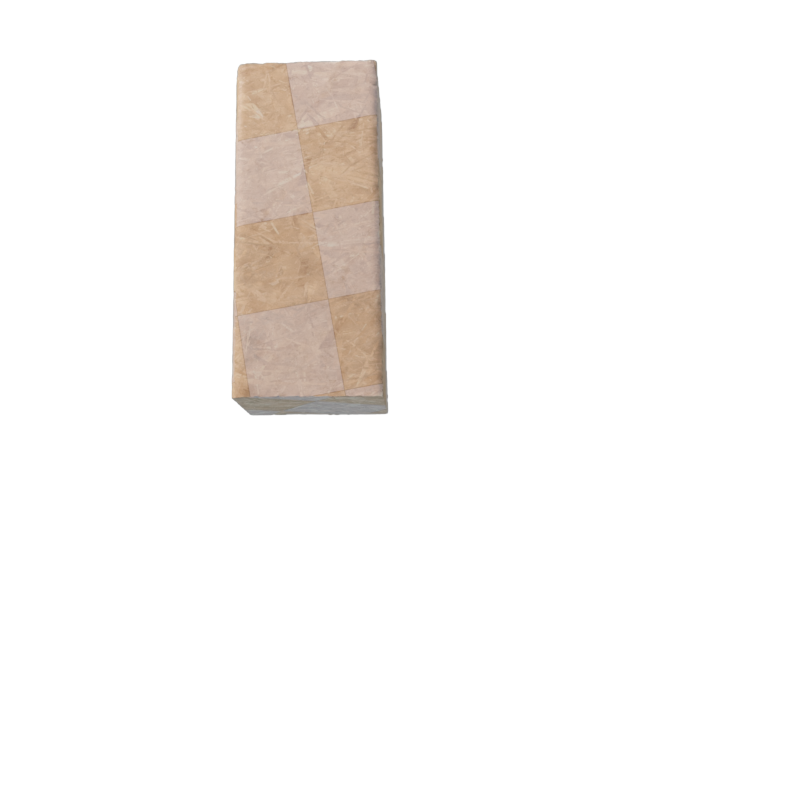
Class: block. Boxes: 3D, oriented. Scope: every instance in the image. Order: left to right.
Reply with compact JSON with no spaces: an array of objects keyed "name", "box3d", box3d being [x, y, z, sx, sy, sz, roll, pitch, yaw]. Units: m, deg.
[{"name":"block","box3d":[-0.055,-0.099,0.695,0.090,0.214,0.087,-1,-14,2]}]
